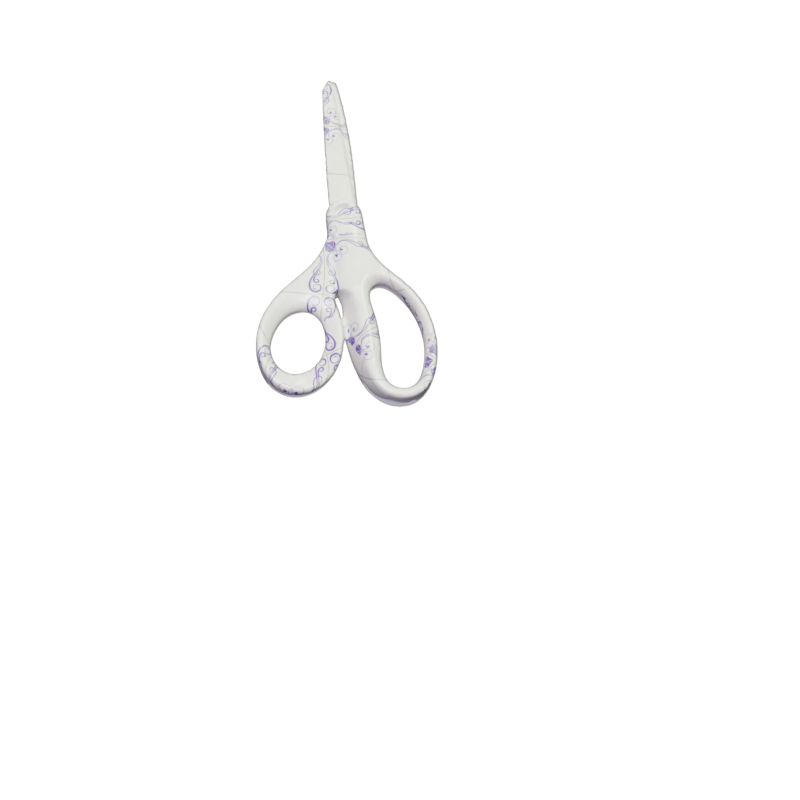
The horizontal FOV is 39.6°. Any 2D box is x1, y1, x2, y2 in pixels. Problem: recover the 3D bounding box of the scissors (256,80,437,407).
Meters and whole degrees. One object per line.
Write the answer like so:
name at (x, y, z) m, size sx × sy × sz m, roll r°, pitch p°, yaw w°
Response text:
scissors at (-0.045, -0.082, 0.572) m, size 0.095 × 0.216 × 0.015 m, roll -17°, pitch -30°, yaw -11°
